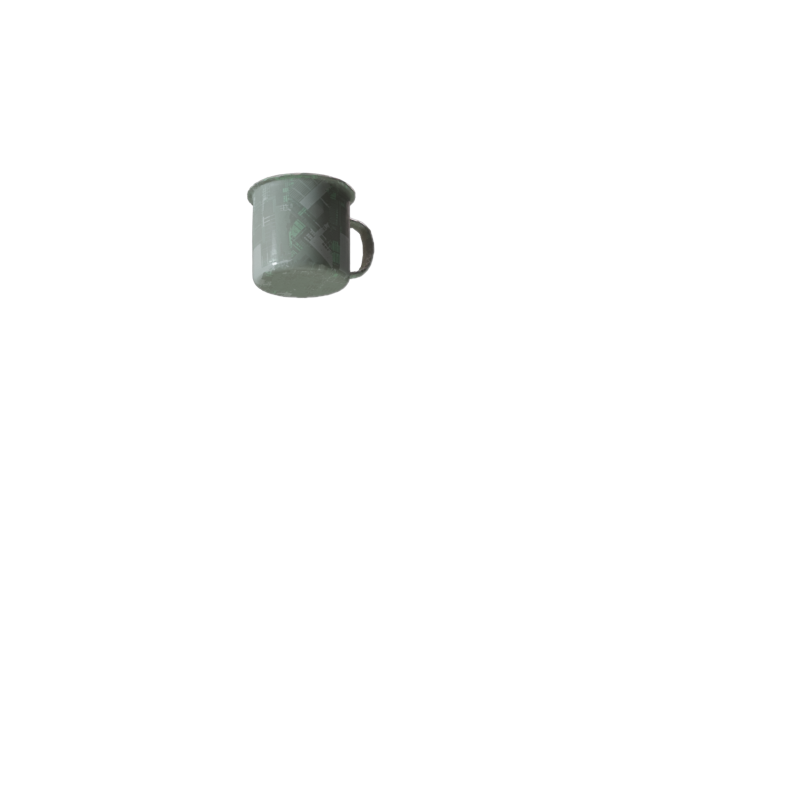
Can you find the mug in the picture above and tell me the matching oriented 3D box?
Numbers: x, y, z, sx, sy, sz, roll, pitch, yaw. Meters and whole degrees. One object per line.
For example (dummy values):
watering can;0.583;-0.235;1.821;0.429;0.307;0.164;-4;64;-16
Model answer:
mug;-0.073;-0.134;0.936;0.112;0.085;0.094;10;-20;-33
